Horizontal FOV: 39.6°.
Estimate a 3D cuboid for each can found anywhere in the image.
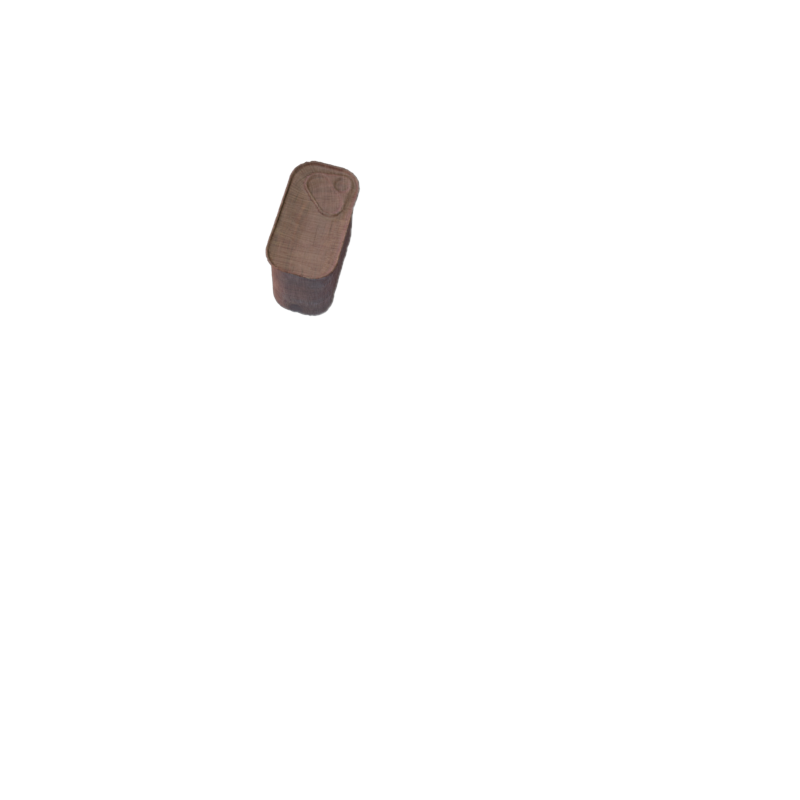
[{"bbox_3d":[-0.071,-0.129,0.903,0.058,0.106,0.080,14,-23,3],"label":"can"}]
